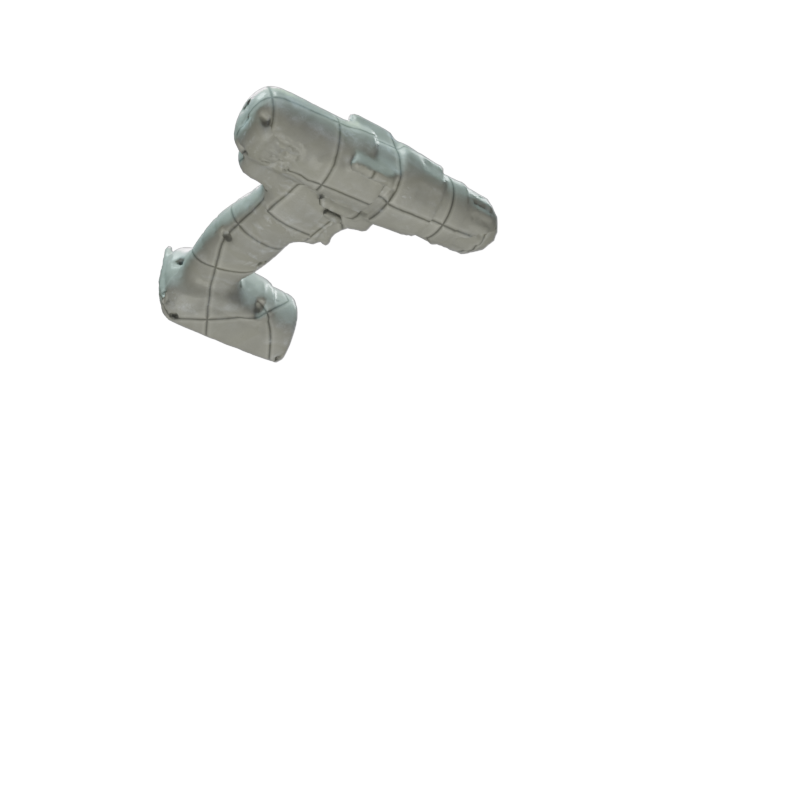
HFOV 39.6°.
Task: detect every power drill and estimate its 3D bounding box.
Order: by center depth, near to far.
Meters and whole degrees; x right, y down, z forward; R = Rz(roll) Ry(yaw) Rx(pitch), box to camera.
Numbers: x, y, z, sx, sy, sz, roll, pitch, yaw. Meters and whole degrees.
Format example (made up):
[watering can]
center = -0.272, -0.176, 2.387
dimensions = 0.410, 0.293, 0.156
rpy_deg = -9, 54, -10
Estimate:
[power drill]
center = -0.056, -0.102, 0.716
dimensions = 0.176, 0.062, 0.183
rpy_deg = 26, -49, -25
